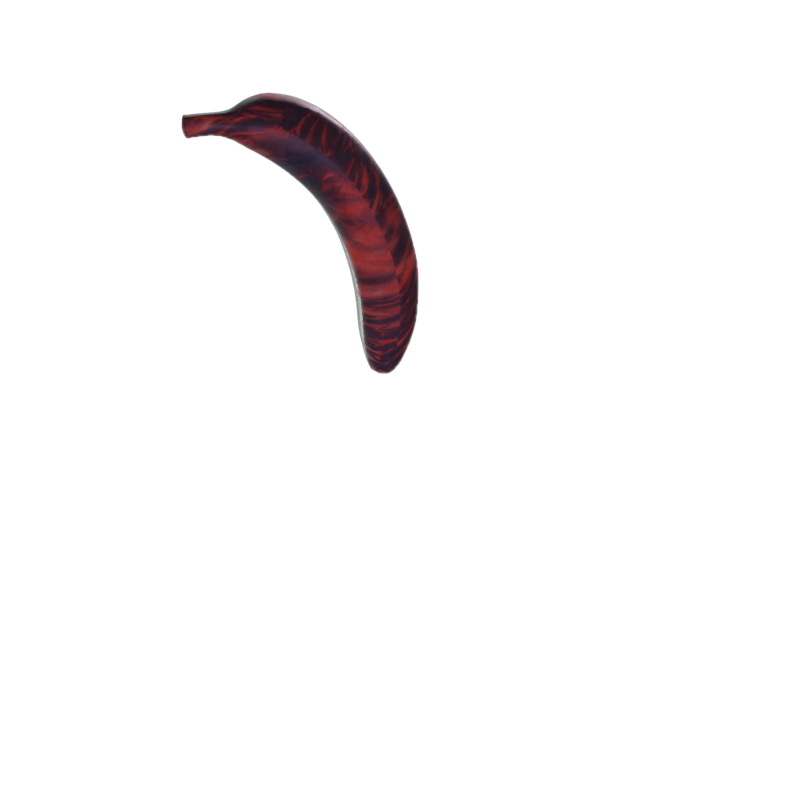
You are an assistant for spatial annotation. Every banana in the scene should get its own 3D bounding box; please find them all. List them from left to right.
[{"bbox_3d":[-0.033,-0.096,0.591,0.070,0.185,0.039,-27,31,18],"label":"banana"}]
